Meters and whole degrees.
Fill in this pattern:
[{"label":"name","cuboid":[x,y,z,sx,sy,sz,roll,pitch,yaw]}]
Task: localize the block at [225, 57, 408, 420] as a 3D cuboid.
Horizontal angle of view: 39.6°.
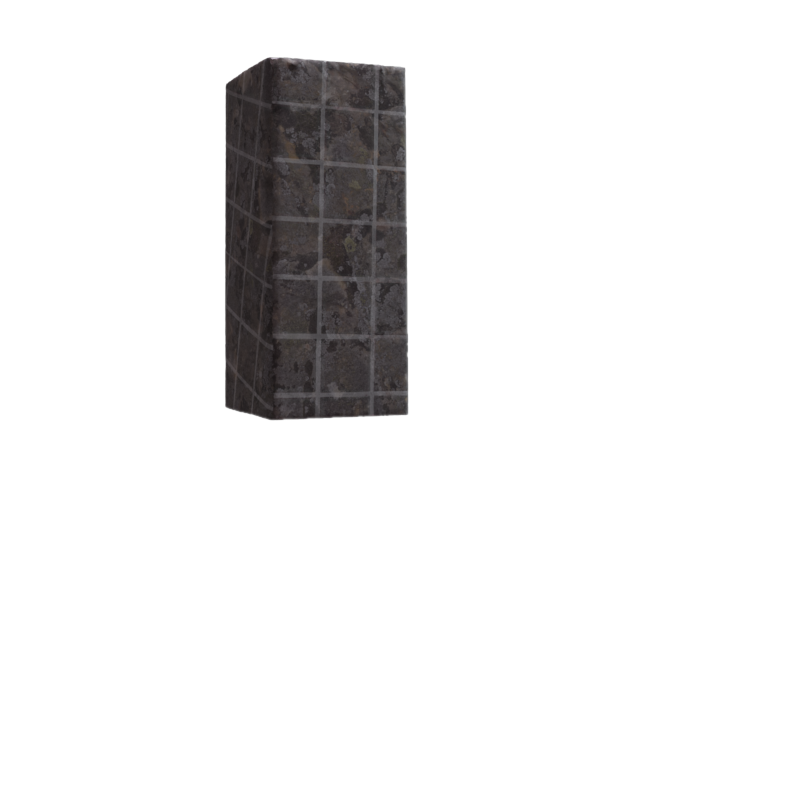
[{"label":"block","cuboid":[-0.053,-0.097,0.679,0.088,0.208,0.092,1,-2,-24]}]
